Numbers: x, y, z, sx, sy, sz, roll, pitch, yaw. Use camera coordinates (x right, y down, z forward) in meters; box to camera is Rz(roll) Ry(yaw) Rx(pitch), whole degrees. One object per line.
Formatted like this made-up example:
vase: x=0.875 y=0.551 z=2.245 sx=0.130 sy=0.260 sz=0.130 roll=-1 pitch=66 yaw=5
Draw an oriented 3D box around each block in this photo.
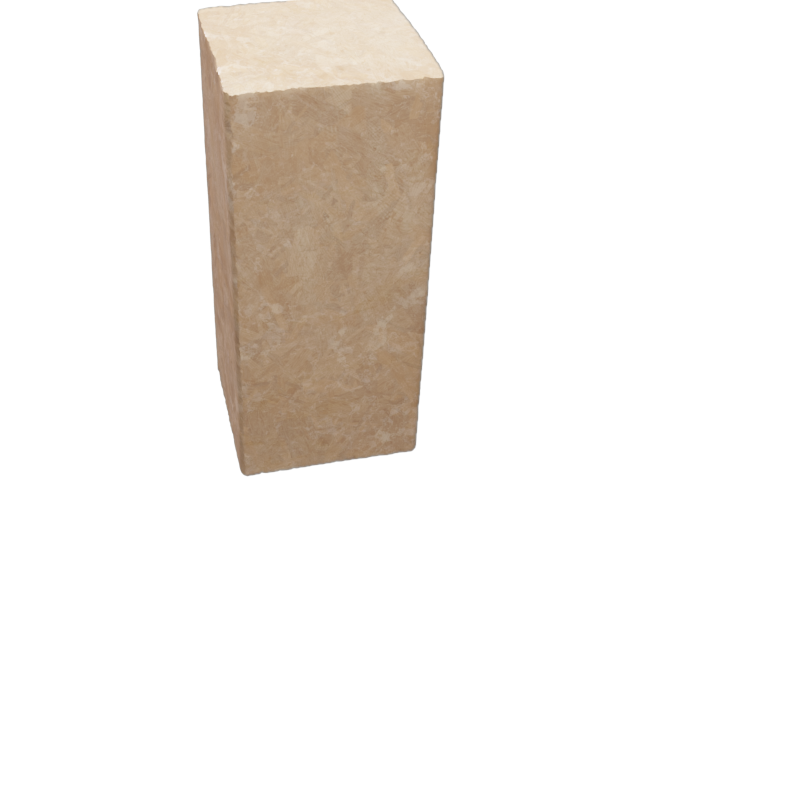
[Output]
block: x=-0.041 y=-0.075 z=0.522 sx=0.090 sy=0.193 sz=0.097 roll=-7 pitch=39 yaw=-13
